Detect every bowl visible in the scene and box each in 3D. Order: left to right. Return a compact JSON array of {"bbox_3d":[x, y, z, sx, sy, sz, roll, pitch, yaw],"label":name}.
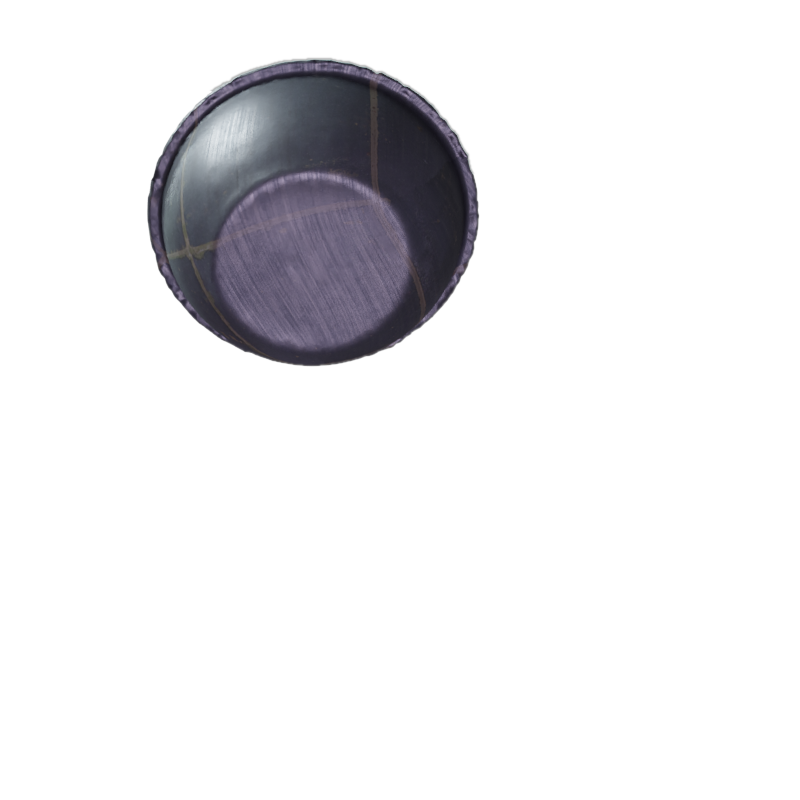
[{"bbox_3d":[-0.041,-0.074,0.519,0.162,0.153,0.058,1,26,-1],"label":"bowl"}]
